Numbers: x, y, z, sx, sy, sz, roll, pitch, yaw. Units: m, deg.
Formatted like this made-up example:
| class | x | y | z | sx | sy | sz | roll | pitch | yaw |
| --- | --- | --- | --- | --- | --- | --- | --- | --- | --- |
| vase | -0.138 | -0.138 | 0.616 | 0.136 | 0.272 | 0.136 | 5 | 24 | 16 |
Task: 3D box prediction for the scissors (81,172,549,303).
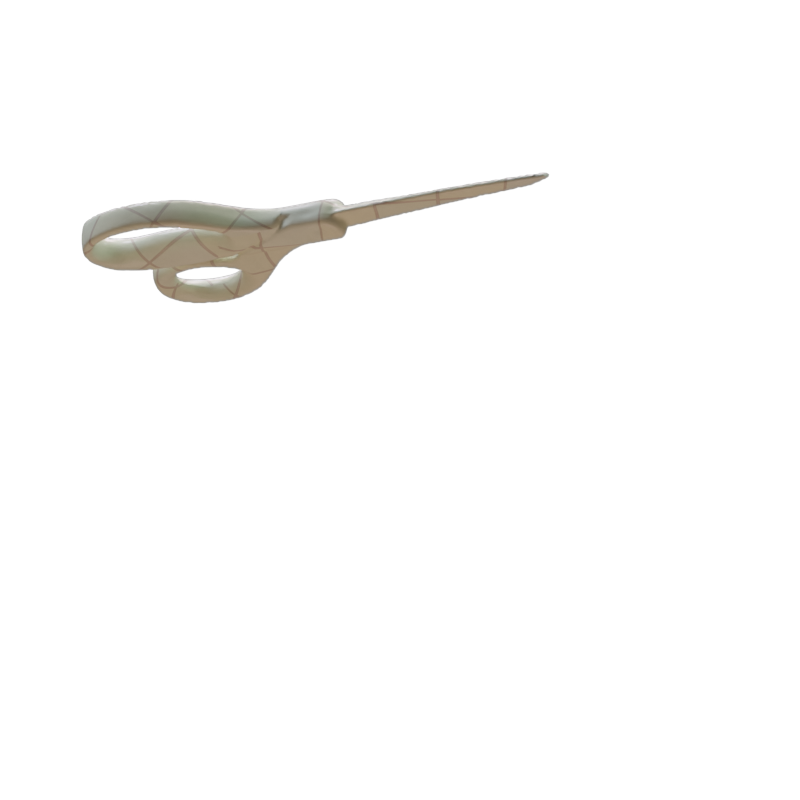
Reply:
| class | x | y | z | sx | sy | sz | roll | pitch | yaw |
| --- | --- | --- | --- | --- | --- | --- | --- | --- | --- |
| scissors | -0.038 | -0.070 | 0.490 | 0.203 | 0.017 | 0.091 | -2 | -18 | 7 |
